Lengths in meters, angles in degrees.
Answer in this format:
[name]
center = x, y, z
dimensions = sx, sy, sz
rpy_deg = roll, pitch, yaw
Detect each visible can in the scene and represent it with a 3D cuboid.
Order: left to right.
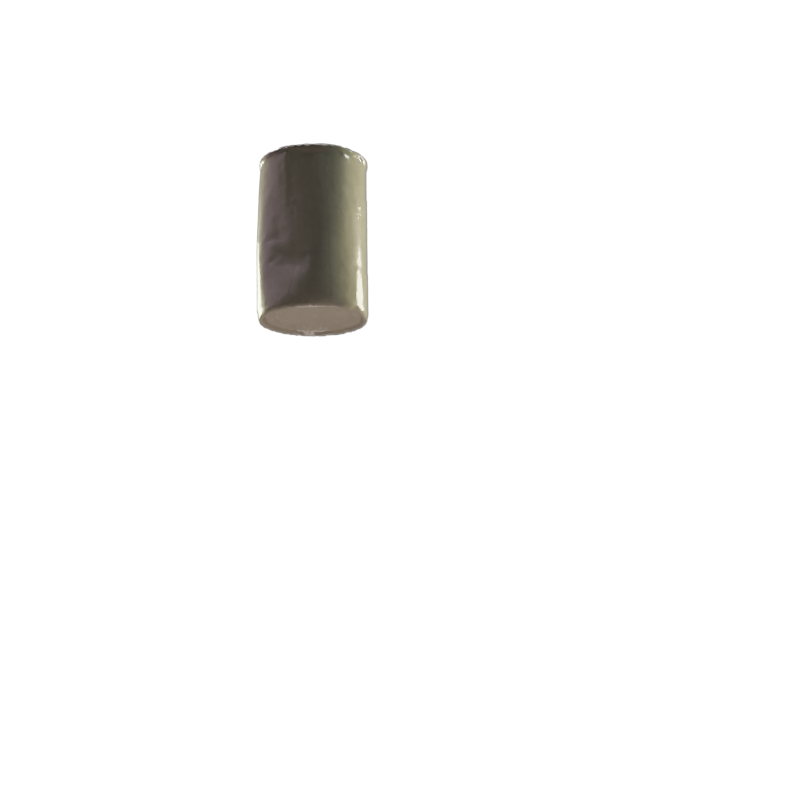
[can]
center = -0.053, -0.096, 0.674
dimensions = 0.068, 0.107, 0.066
rpy_deg = 0, -18, -2
